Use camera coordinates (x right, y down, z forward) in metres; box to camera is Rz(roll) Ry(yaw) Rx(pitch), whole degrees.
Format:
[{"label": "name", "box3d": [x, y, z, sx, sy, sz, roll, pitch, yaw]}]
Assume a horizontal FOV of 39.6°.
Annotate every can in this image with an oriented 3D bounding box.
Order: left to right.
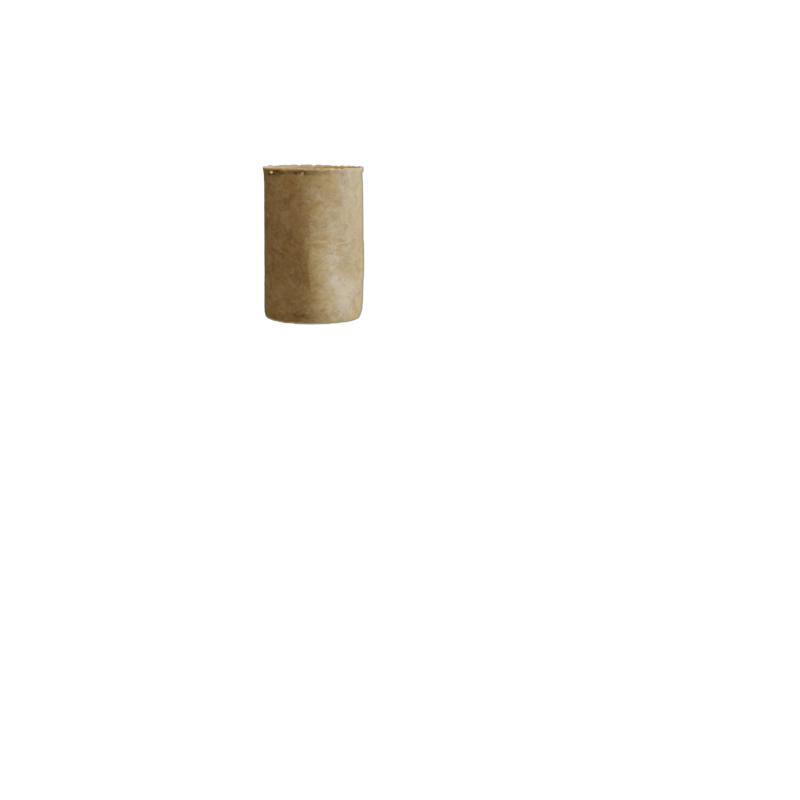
[{"label": "can", "box3d": [-0.059, -0.107, 0.748, 0.068, 0.100, 0.070, 0, 9, -2]}]
